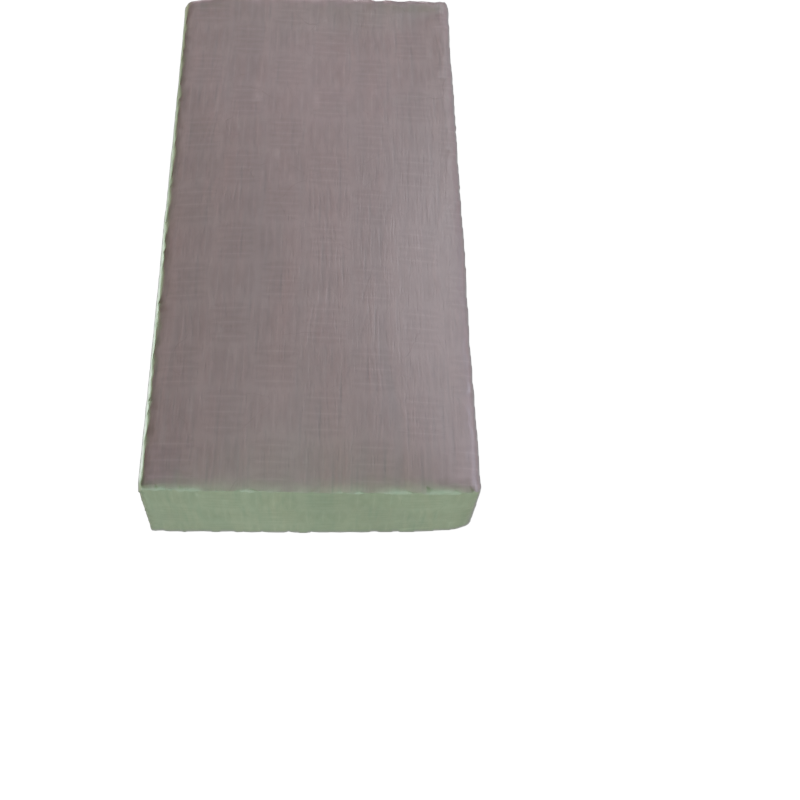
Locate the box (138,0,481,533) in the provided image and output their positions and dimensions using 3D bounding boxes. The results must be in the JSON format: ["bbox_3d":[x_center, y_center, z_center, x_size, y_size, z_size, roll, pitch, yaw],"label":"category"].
[{"bbox_3d":[-0.027,-0.050,0.349,0.093,0.187,0.045,0,-27,-3],"label":"box"}]
